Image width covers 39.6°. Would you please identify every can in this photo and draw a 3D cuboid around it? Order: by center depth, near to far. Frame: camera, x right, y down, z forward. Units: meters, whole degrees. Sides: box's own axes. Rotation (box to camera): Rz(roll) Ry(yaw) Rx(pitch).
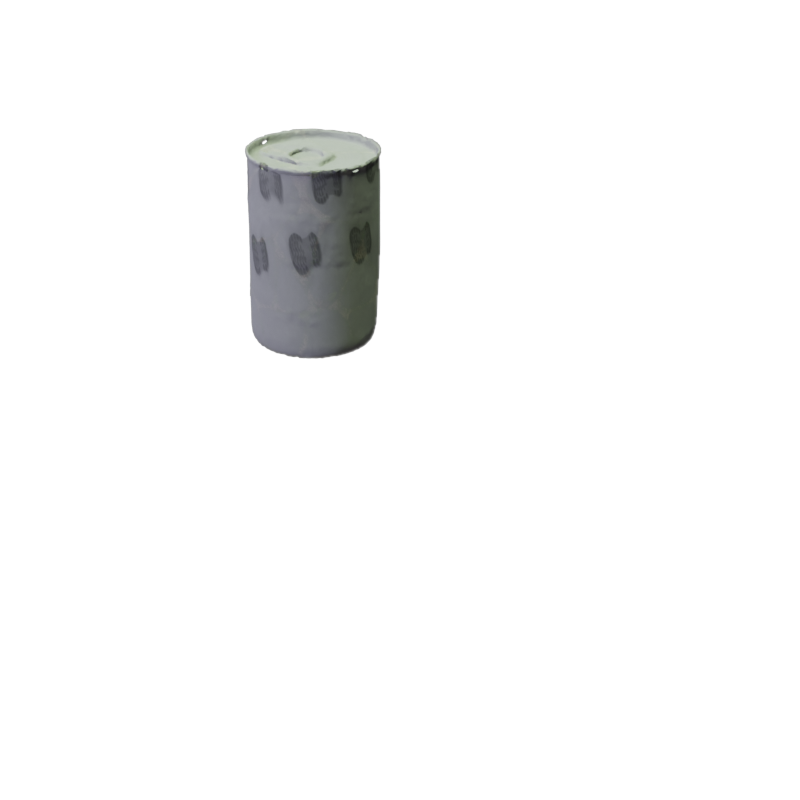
[{"bbox_3d":[-0.045,-0.082,0.571,0.068,0.097,0.072,0,26,-2],"label":"can"}]
